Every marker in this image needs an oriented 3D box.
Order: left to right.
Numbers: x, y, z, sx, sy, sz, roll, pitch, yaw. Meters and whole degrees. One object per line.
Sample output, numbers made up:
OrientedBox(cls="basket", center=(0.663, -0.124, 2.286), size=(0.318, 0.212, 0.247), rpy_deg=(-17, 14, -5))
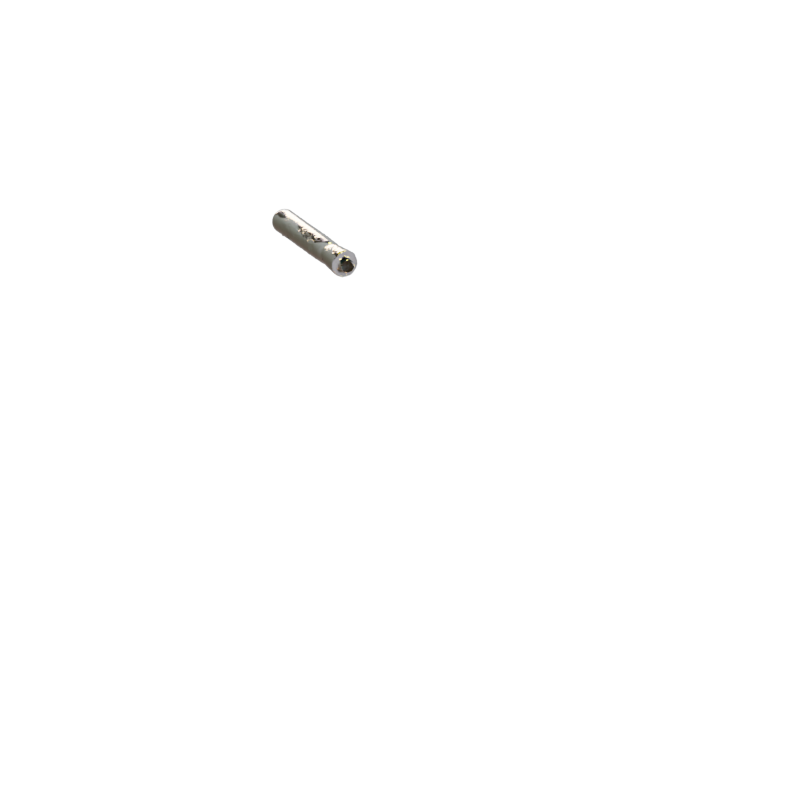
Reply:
OrientedBox(cls="marker", center=(-0.062, -0.113, 0.791), size=(0.019, 0.019, 0.129), rpy_deg=(-2, 23, -26))
